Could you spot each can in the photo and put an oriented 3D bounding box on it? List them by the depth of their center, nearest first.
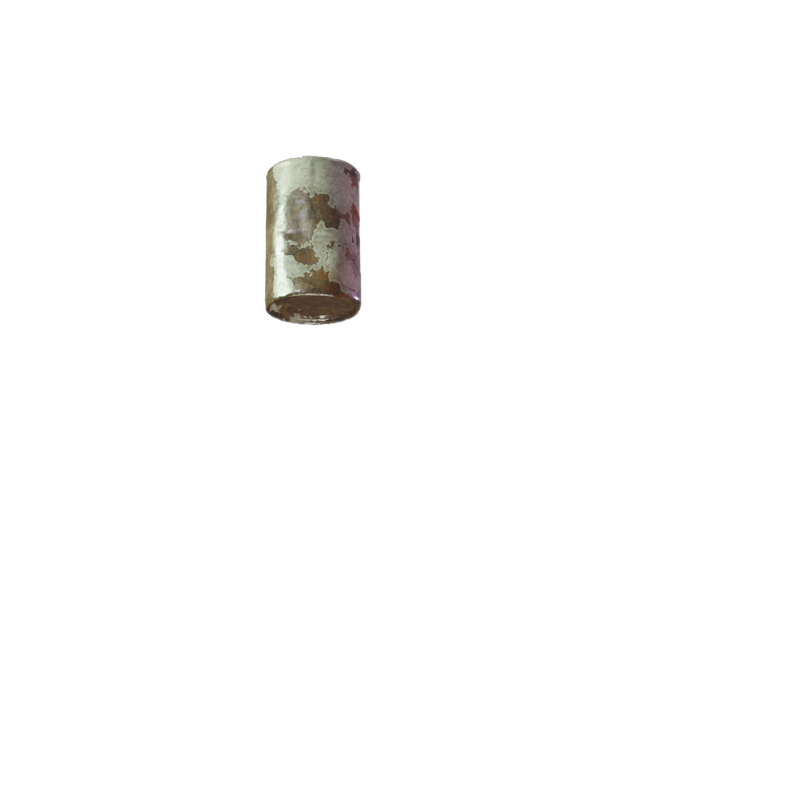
[{"bbox_3d":[-0.061,-0.111,0.778,0.068,0.107,0.065,0,-20,-2],"label":"can"}]
